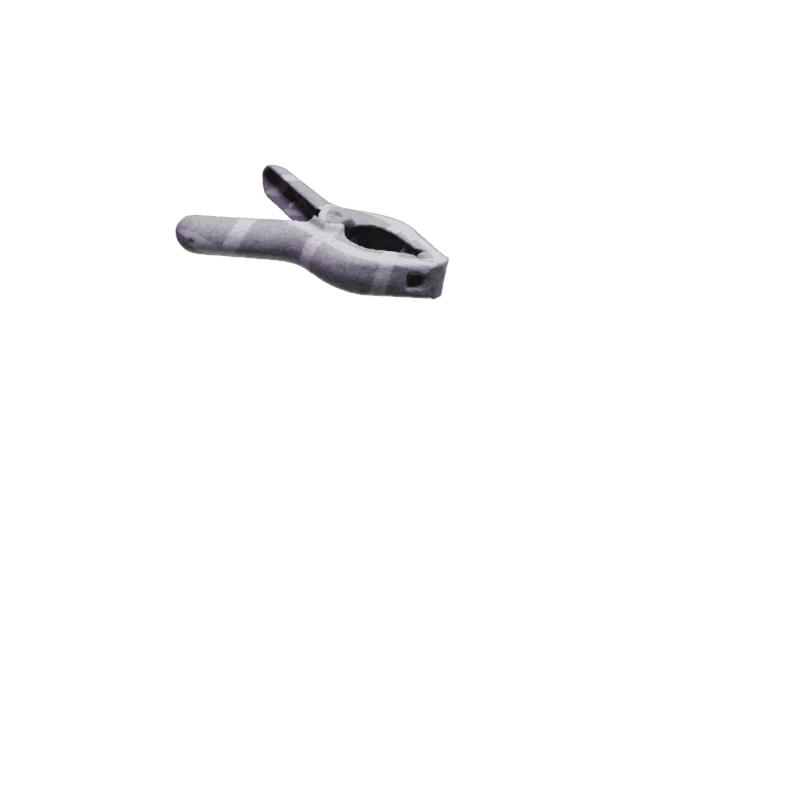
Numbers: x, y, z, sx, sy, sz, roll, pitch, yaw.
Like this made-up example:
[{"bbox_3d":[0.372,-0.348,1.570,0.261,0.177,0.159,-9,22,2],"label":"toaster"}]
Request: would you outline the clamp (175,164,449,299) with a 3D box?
[{"bbox_3d":[-0.056,-0.102,0.716,0.181,0.037,0.121,25,44,29],"label":"clamp"}]
